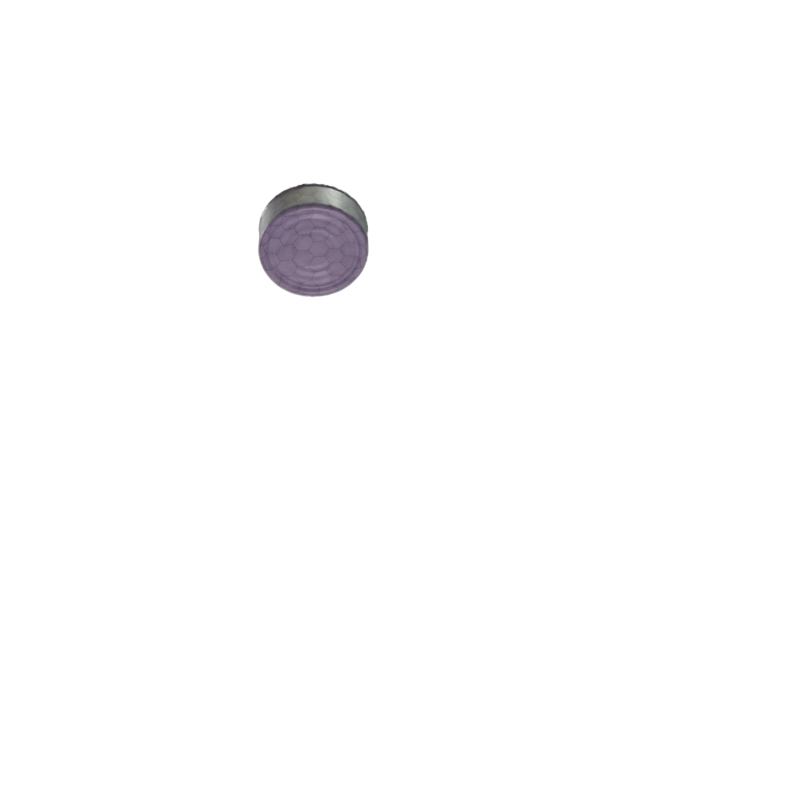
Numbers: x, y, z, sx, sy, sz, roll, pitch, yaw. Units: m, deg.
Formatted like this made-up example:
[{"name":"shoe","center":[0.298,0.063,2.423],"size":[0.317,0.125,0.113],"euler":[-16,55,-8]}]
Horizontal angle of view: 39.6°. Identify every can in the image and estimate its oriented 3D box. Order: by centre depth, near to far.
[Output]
[{"name":"can","center":[-0.067,-0.122,0.853],"size":[0.086,0.080,0.036],"euler":[1,36,-1]}]
